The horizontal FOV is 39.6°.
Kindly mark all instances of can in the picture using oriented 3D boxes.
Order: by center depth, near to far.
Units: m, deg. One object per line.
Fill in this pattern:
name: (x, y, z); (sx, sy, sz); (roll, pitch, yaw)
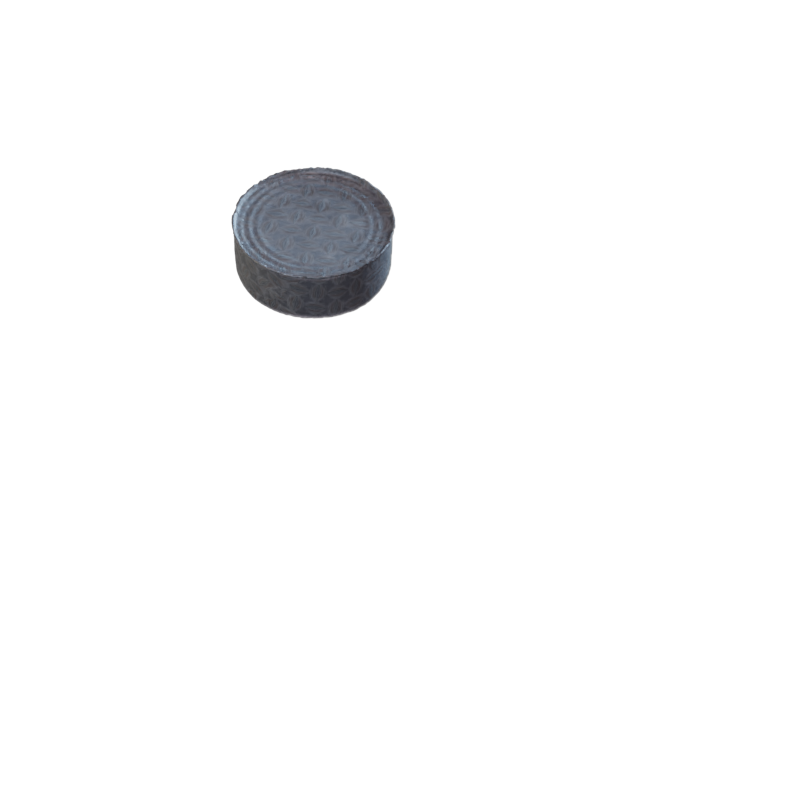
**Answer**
can: (-0.046, -0.084, 0.592); (0.086, 0.092, 0.031); (-1, -42, -1)
